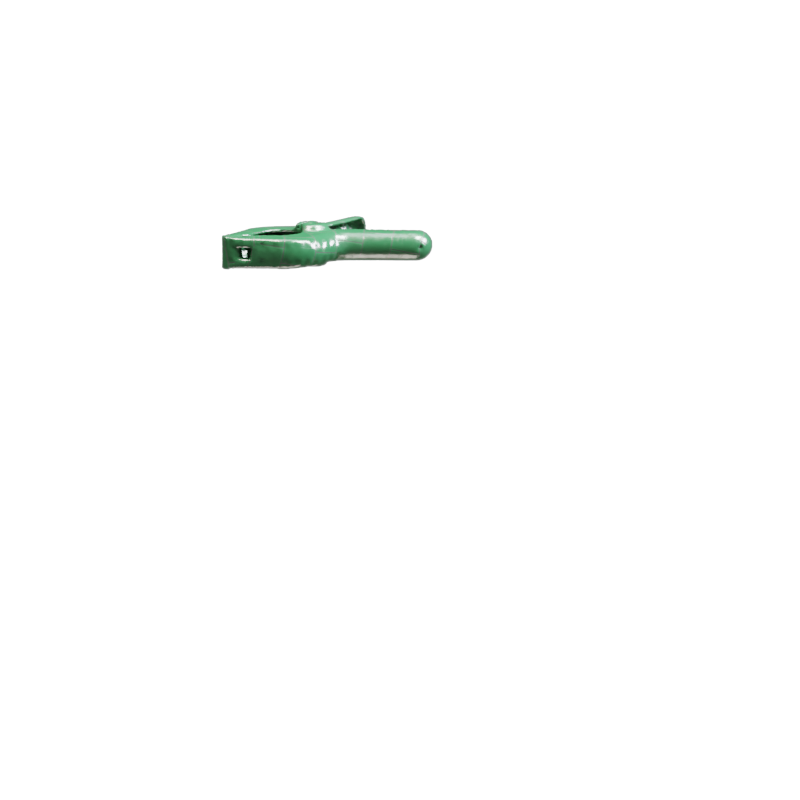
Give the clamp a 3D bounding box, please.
[{"bbox_3d":[-0.073,-0.133,0.933,0.167,0.039,0.125,-4,11,-21],"label":"clamp"}]
